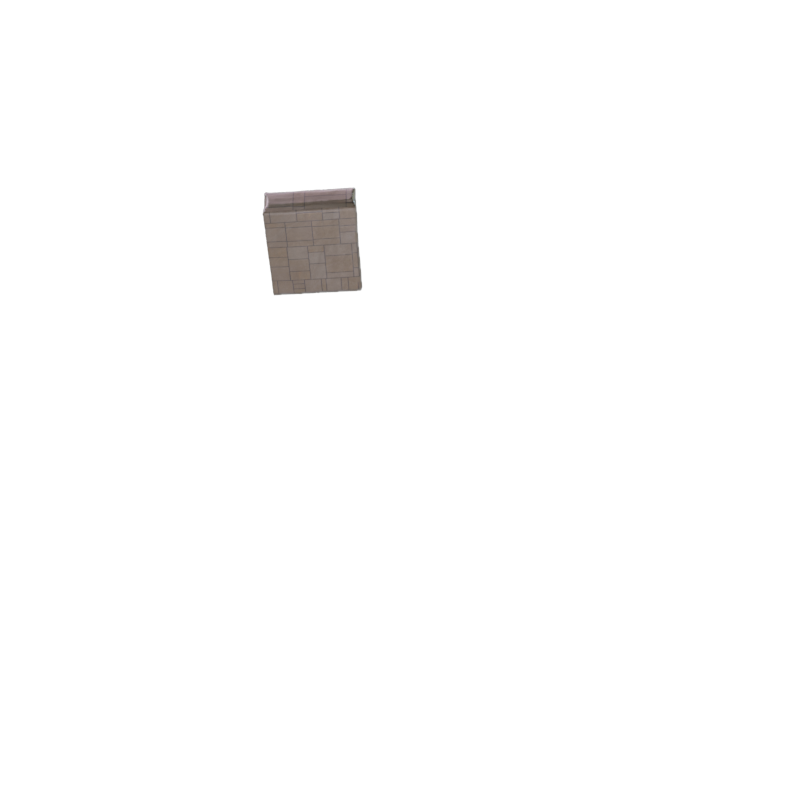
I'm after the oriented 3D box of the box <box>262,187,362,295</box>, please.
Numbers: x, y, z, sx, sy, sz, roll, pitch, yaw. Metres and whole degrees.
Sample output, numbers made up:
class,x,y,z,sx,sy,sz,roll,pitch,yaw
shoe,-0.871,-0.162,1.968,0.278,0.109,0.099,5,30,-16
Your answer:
class,x,y,z,sx,sy,sz,roll,pitch,yaw
box,-0.069,-0.127,0.888,0.073,0.083,0.032,-3,42,2
